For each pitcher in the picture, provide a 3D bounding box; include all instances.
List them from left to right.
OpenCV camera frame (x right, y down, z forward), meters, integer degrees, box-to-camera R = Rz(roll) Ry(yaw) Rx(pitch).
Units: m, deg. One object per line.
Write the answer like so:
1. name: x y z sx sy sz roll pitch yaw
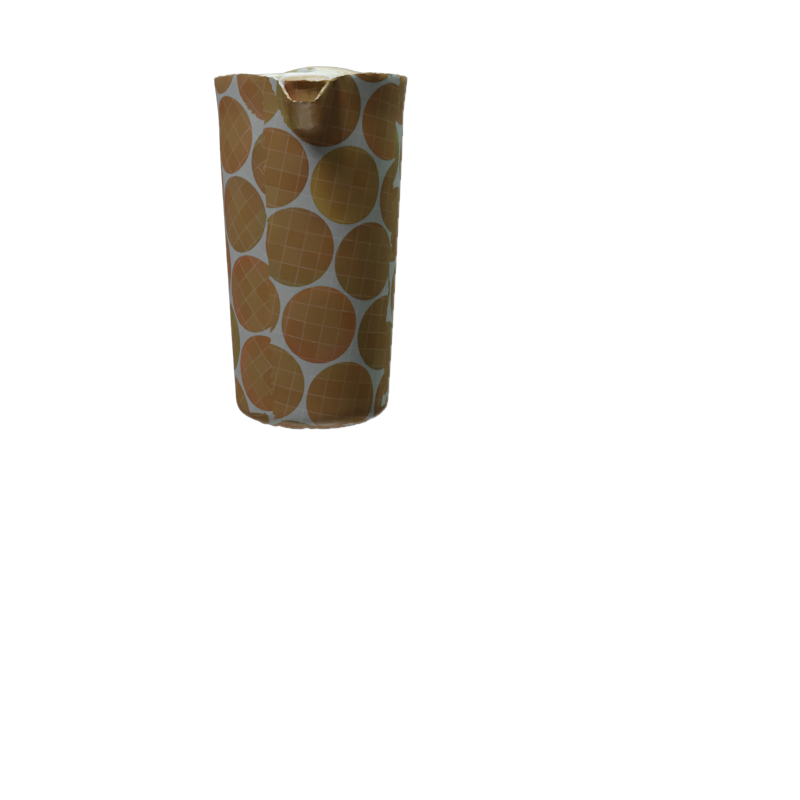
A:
1. pitcher: -0.061 -0.112 0.785 0.152 0.240 0.144 7 10 44
